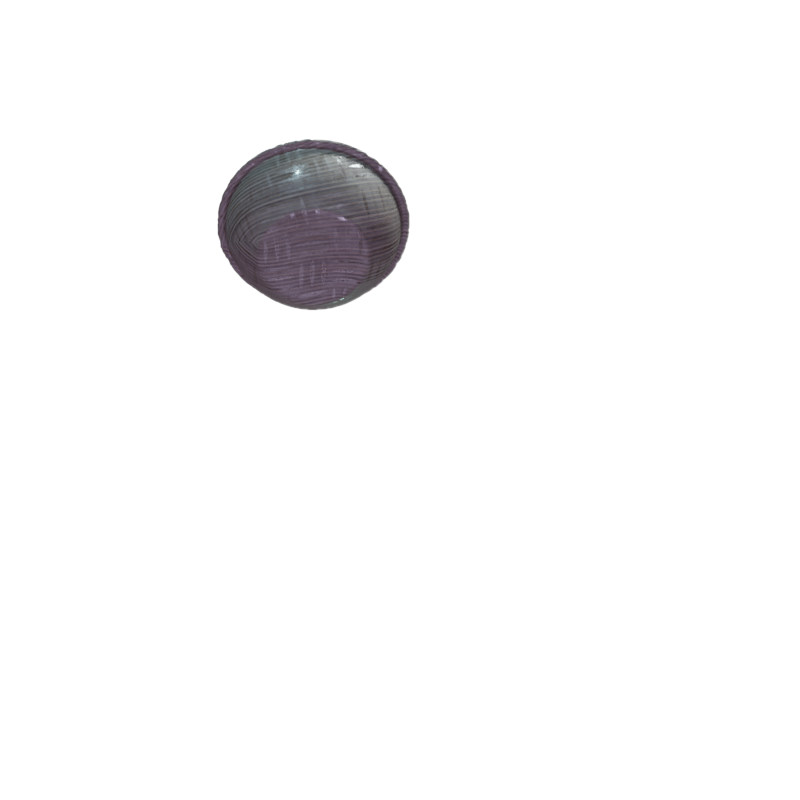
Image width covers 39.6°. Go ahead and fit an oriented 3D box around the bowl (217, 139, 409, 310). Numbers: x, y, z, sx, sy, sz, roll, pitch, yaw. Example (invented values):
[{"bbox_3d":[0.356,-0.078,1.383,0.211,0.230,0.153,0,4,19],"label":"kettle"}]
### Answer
[{"bbox_3d":[-0.071,-0.130,0.909,0.162,0.152,0.059,1,33,-1],"label":"bowl"}]
